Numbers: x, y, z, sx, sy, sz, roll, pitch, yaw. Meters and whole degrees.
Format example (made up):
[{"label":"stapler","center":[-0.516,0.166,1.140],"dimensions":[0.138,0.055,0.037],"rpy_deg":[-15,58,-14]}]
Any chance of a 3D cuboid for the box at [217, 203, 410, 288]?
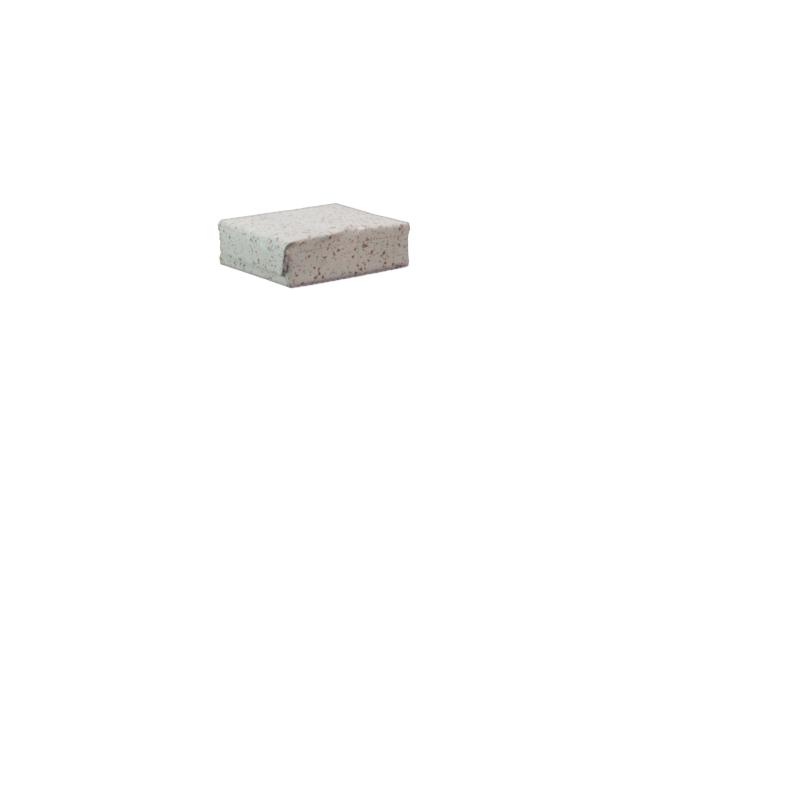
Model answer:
[{"label":"box","center":[-0.051,-0.093,0.648],"dimensions":[0.087,0.029,0.078],"rpy_deg":[-14,24,-35]}]
